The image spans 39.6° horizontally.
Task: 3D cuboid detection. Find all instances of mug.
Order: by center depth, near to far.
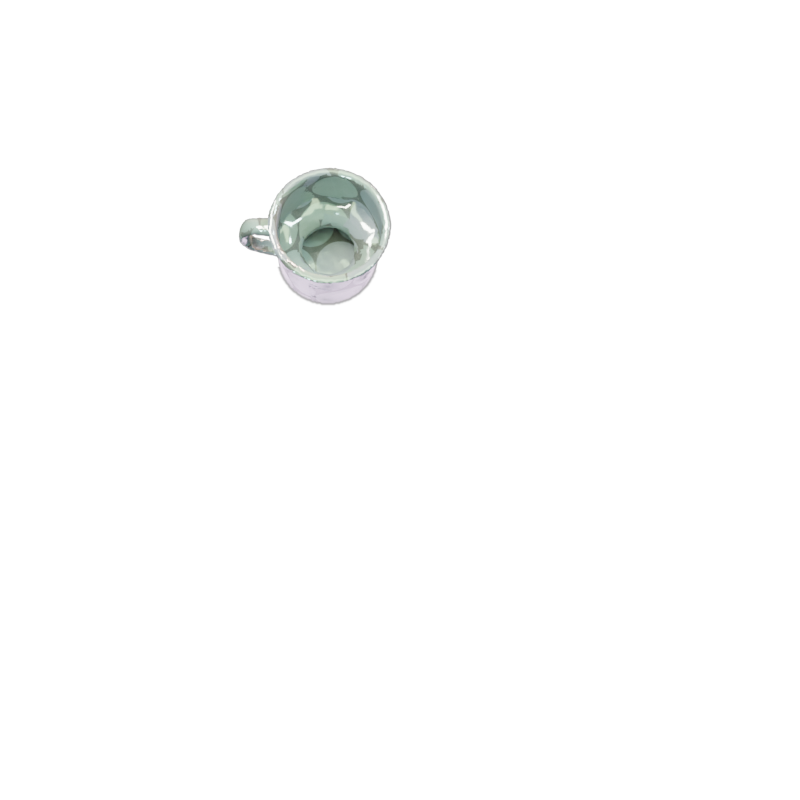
[{"bbox_3d":[-0.068,-0.125,0.872,0.117,0.097,0.078,2,-16,-1],"label":"mug"}]
